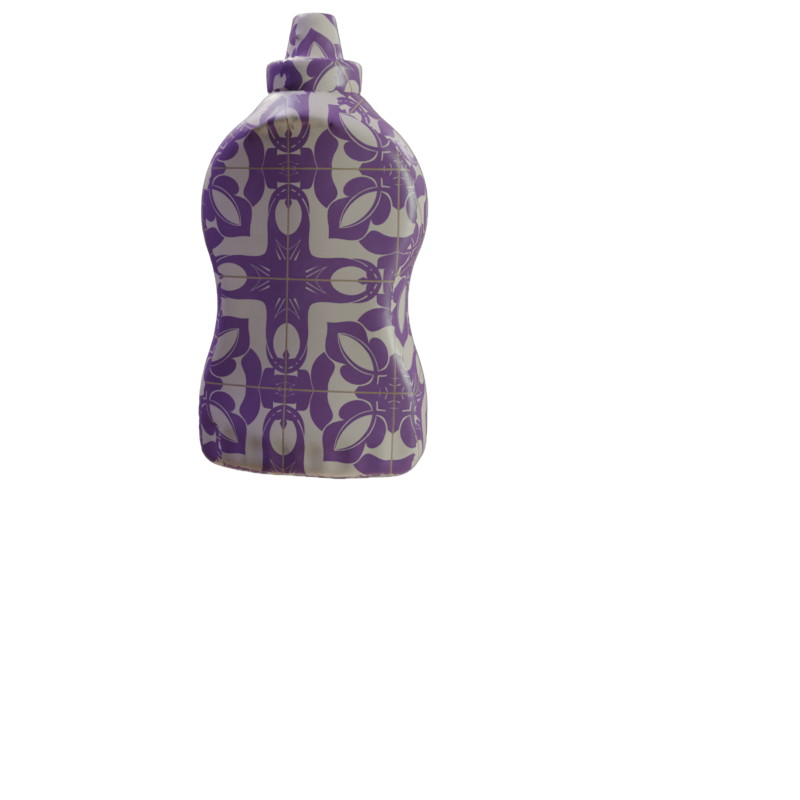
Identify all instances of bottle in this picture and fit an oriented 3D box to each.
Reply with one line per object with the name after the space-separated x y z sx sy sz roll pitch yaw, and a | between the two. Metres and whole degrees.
-0.037 -0.068 0.473 0.098 0.190 0.058 1 3 14 | bottle
